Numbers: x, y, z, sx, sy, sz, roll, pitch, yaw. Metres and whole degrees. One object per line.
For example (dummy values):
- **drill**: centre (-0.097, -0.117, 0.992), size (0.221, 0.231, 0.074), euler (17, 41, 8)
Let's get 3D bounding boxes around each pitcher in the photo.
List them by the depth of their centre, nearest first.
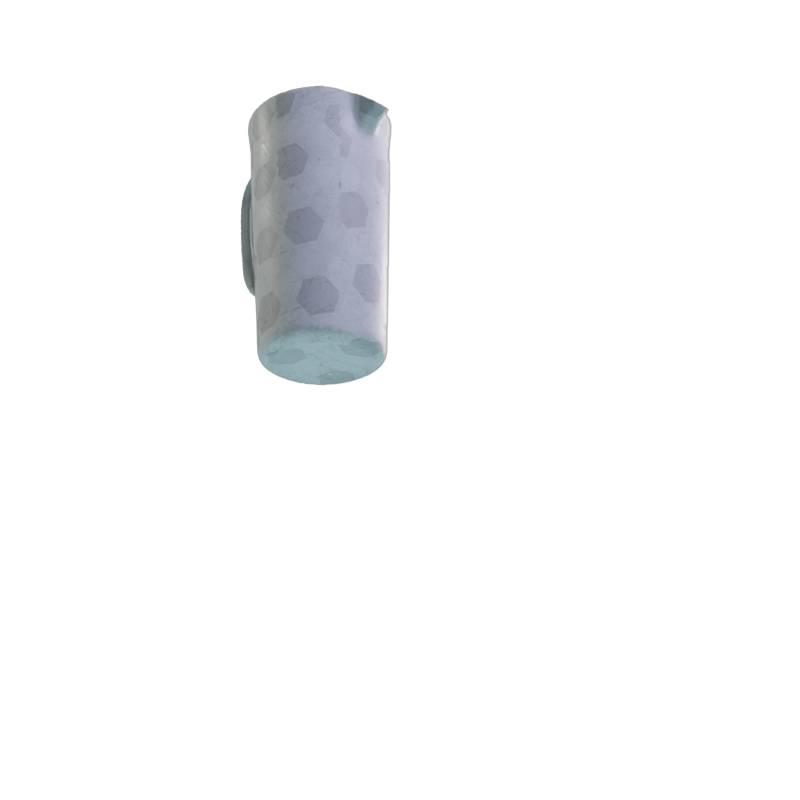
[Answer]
- **pitcher**: centre (-0.076, -0.139, 0.976), size (0.145, 0.258, 0.140), euler (-2, -27, 0)
